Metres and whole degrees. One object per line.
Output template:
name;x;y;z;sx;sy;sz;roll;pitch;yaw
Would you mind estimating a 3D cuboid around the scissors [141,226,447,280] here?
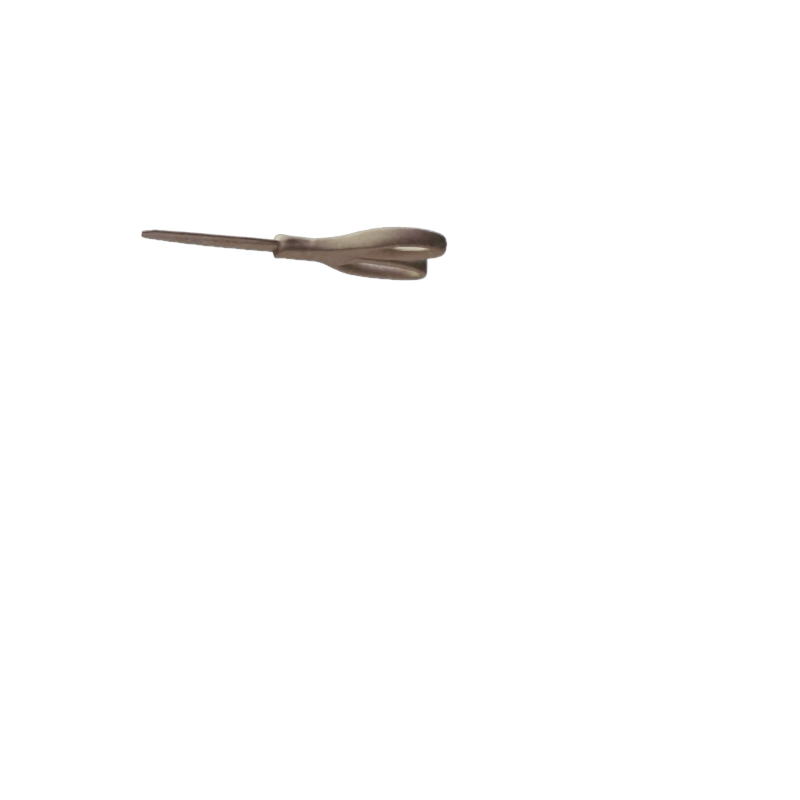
scissors;-0.056;-0.103;0.720;0.193;0.016;0.097;6;-12;-33
